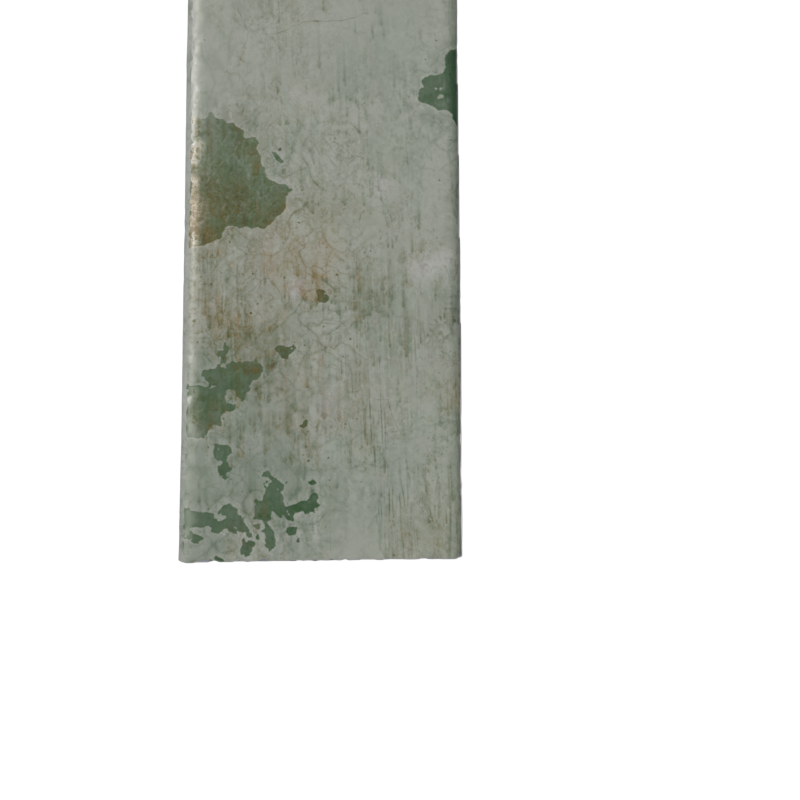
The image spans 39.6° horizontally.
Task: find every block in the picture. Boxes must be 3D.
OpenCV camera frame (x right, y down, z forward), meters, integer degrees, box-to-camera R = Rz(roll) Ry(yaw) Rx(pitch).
[{"bbox_3d":[-0.031,-0.056,0.395,0.090,0.209,0.090,0,-4,-7],"label":"block"}]
